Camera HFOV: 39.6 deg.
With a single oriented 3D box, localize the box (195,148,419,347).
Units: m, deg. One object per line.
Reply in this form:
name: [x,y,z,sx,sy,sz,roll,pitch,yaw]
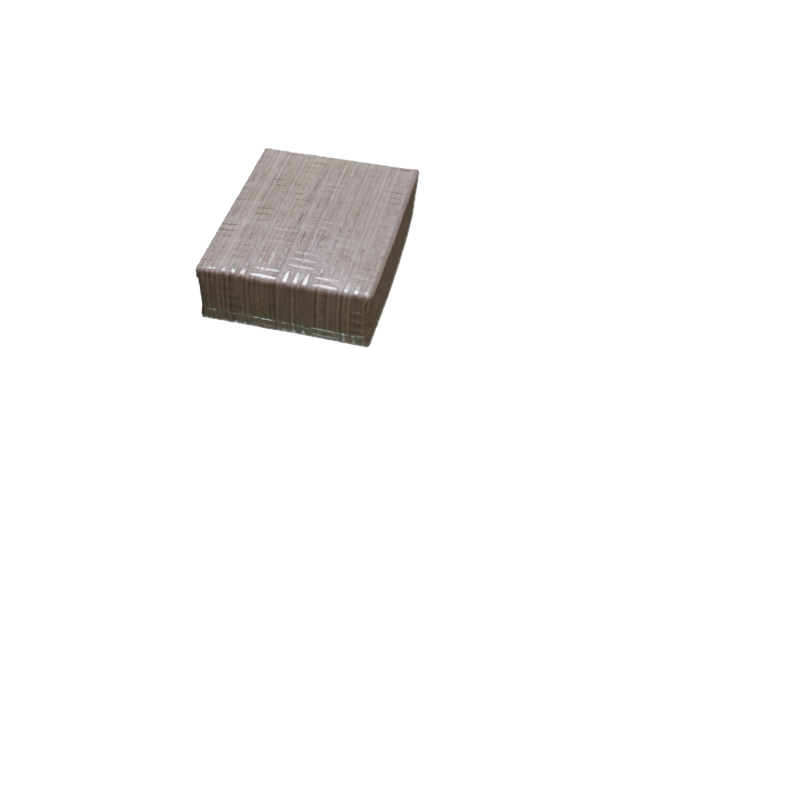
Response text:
box: [-0.045,-0.083,0.581,0.092,0.036,0.119,10,43,10]
